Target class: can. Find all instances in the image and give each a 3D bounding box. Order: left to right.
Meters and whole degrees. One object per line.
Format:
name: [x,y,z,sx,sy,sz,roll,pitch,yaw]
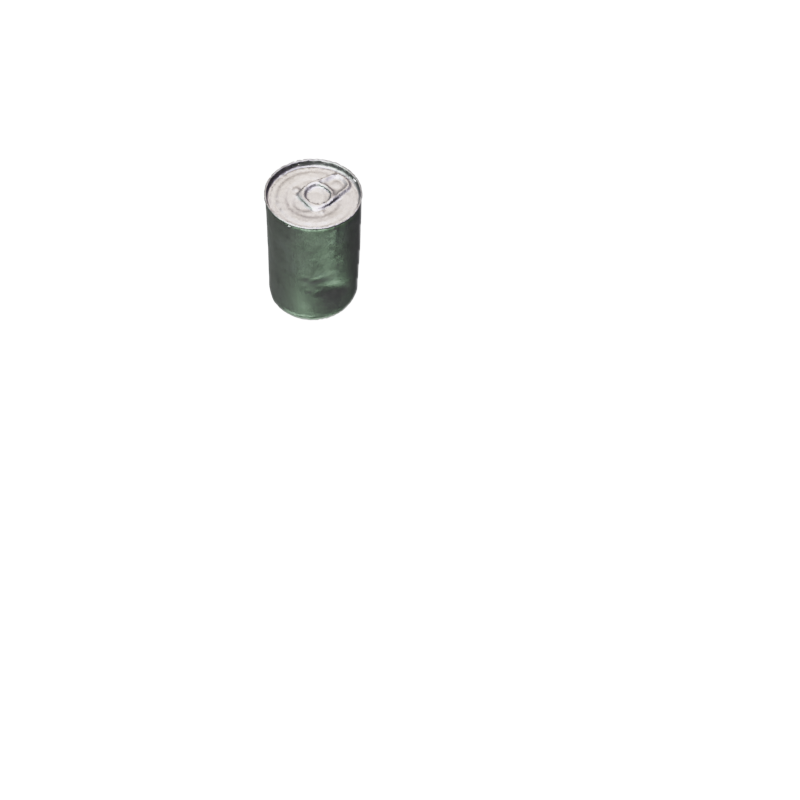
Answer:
can: [-0.063,-0.114,0.800,0.068,0.073,0.095,0,-38,-3]
